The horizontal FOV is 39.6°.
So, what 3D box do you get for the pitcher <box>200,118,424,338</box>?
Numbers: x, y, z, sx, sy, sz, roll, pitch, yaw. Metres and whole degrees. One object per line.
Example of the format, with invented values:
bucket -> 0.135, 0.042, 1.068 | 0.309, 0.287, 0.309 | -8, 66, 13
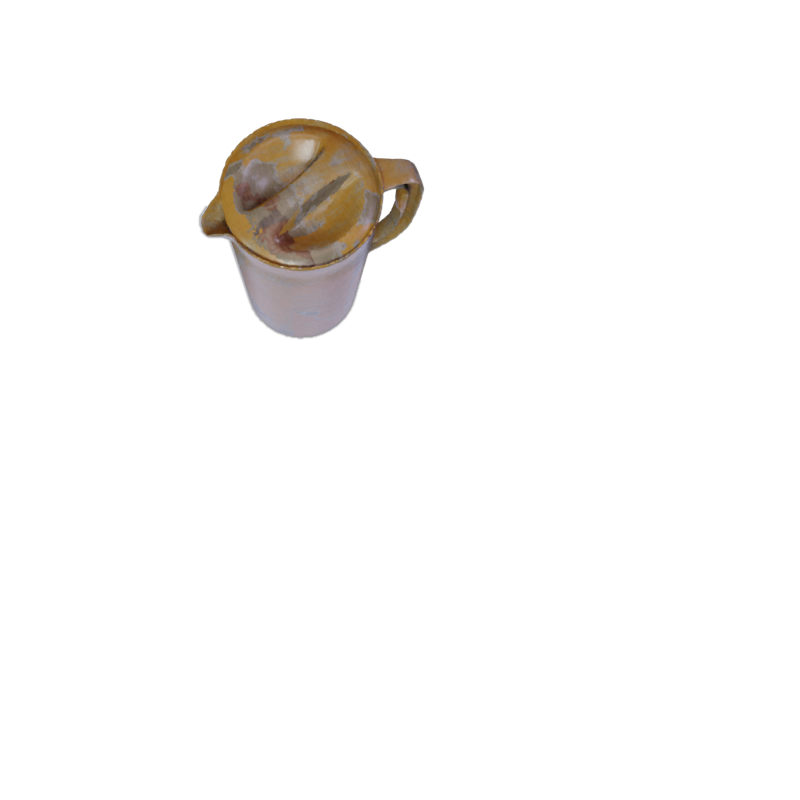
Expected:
pitcher -> -0.078, -0.142, 0.993 | 0.152, 0.149, 0.233 | 26, -16, 4
